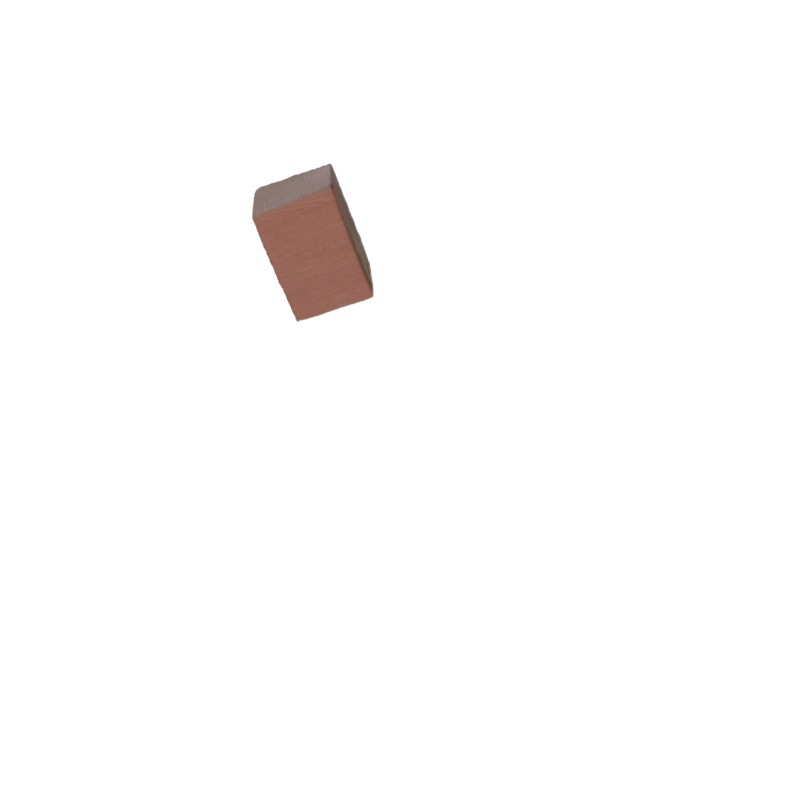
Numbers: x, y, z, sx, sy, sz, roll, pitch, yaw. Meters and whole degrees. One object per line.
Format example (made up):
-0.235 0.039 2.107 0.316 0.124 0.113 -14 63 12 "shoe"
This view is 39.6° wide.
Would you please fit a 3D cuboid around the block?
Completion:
-0.054 -0.098 0.687 0.053 0.074 0.054 -18 25 7 "block"
